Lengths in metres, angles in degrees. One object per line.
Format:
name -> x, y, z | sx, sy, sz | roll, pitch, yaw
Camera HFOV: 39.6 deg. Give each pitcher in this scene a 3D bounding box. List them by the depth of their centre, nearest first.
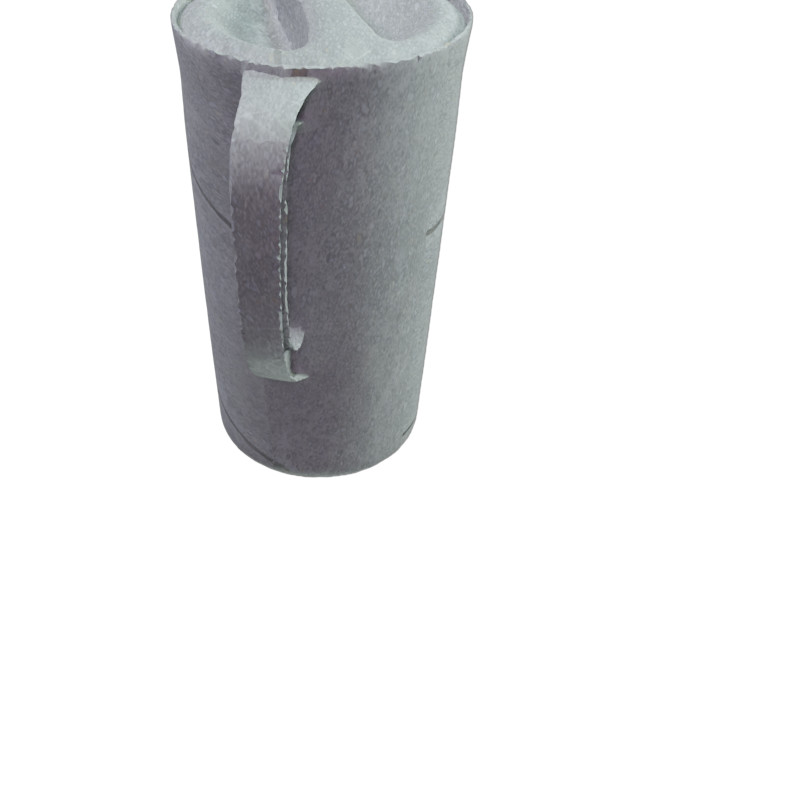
pitcher -> -0.042, -0.077, 0.540 | 0.147, 0.228, 0.156 | -20, 40, -28
